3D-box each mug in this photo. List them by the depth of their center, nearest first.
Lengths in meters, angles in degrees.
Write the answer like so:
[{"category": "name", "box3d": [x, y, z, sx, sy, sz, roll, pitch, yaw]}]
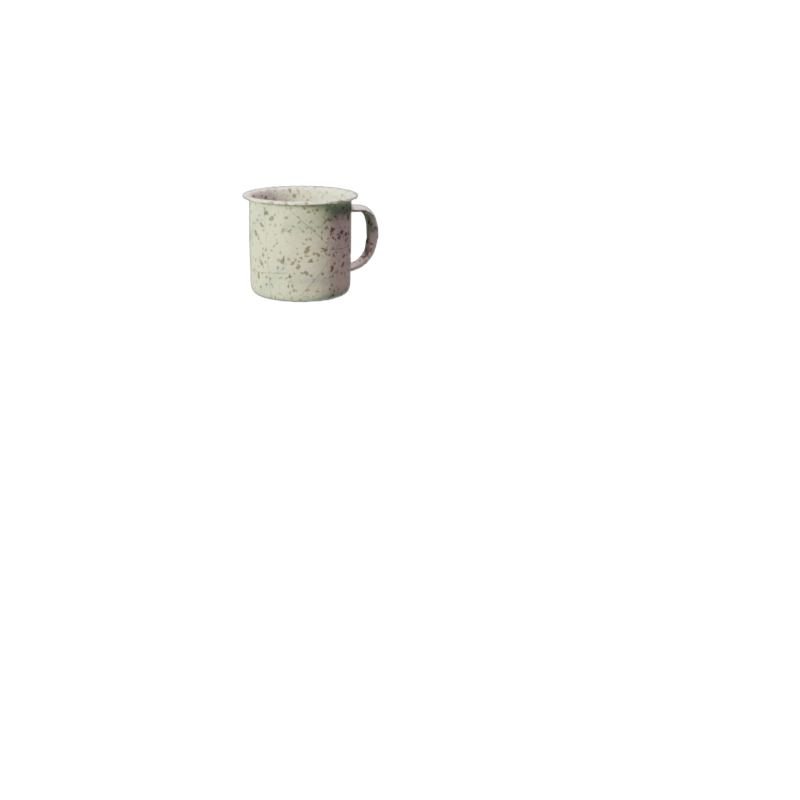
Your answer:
[{"category": "mug", "box3d": [-0.071, -0.129, 0.902, 0.114, 0.079, 0.099, -9, 18, -30]}]
